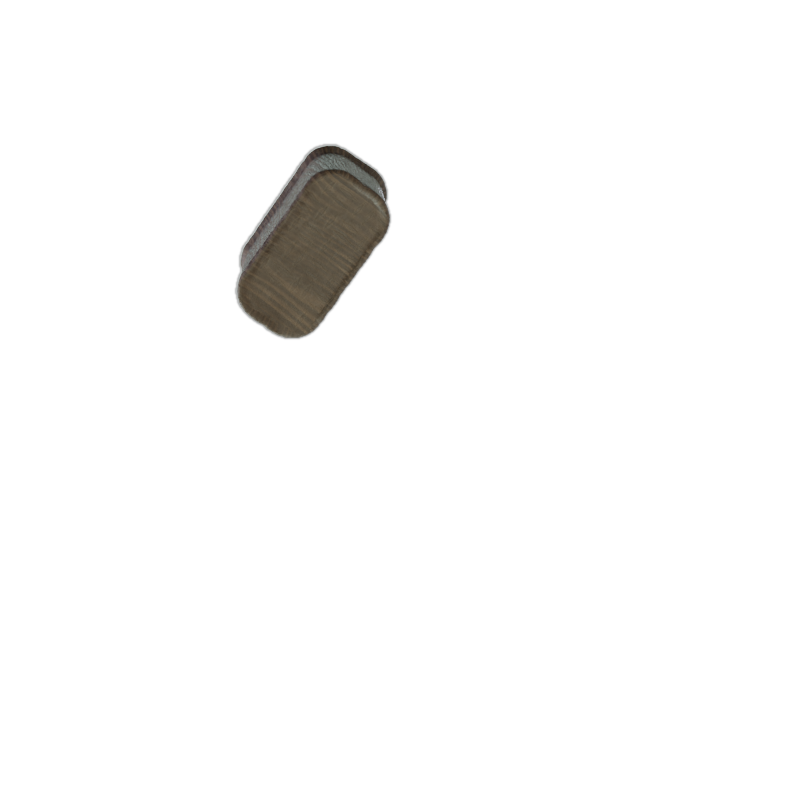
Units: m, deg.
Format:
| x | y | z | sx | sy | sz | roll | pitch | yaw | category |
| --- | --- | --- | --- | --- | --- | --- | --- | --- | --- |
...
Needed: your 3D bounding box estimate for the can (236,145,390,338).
| x | y | z | sx | sy | sz | roll | pitch | yaw | category |
| --- | --- | --- | --- | --- | --- | --- | --- | --- | --- |
| -0.050 | -0.091 | 0.637 | 0.056 | 0.101 | 0.087 | 34 | 12 | -12 | can |
